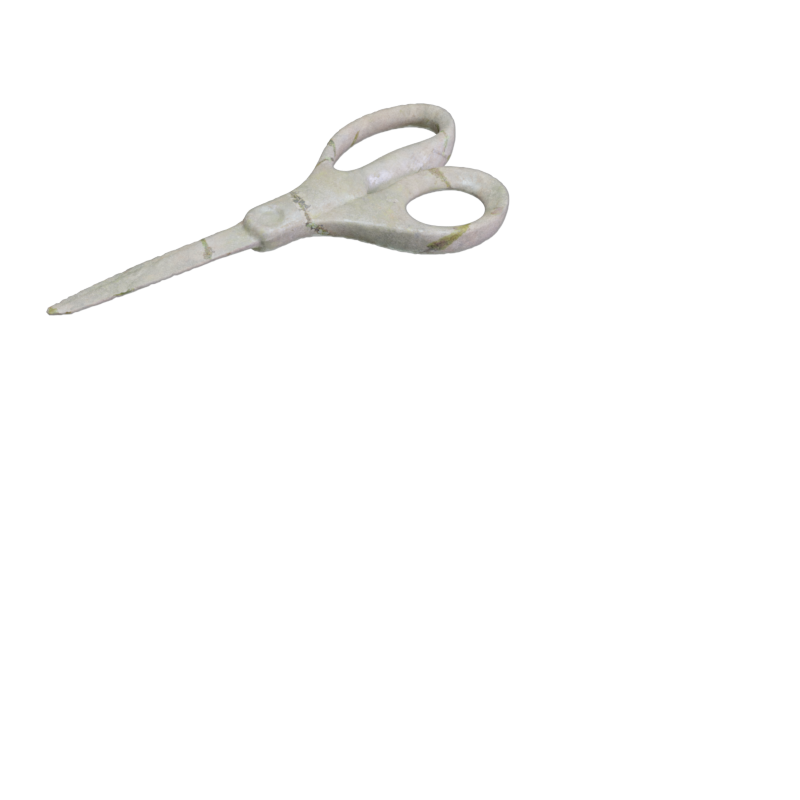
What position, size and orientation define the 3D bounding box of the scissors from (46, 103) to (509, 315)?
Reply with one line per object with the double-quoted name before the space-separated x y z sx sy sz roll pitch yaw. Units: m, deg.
"scissors" -0.036 -0.065 0.458 0.102 0.015 0.204 34 56 26
